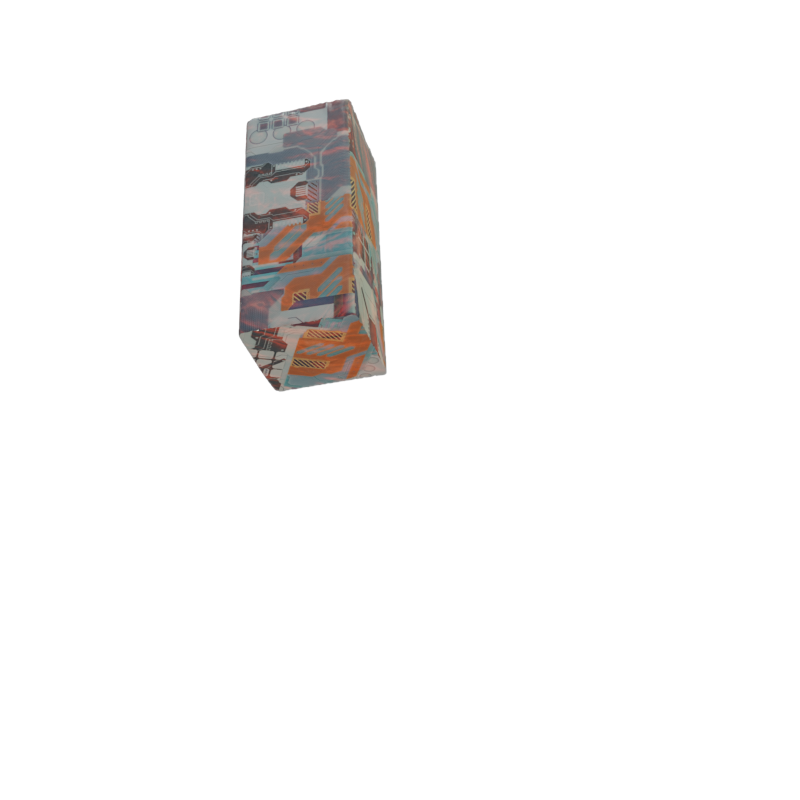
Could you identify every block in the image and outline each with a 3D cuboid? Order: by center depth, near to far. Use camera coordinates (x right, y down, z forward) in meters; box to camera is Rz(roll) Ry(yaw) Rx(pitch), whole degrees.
[{"bbox_3d":[-0.068,-0.124,0.866,0.092,0.221,0.083,-11,-35,12],"label":"block"}]
